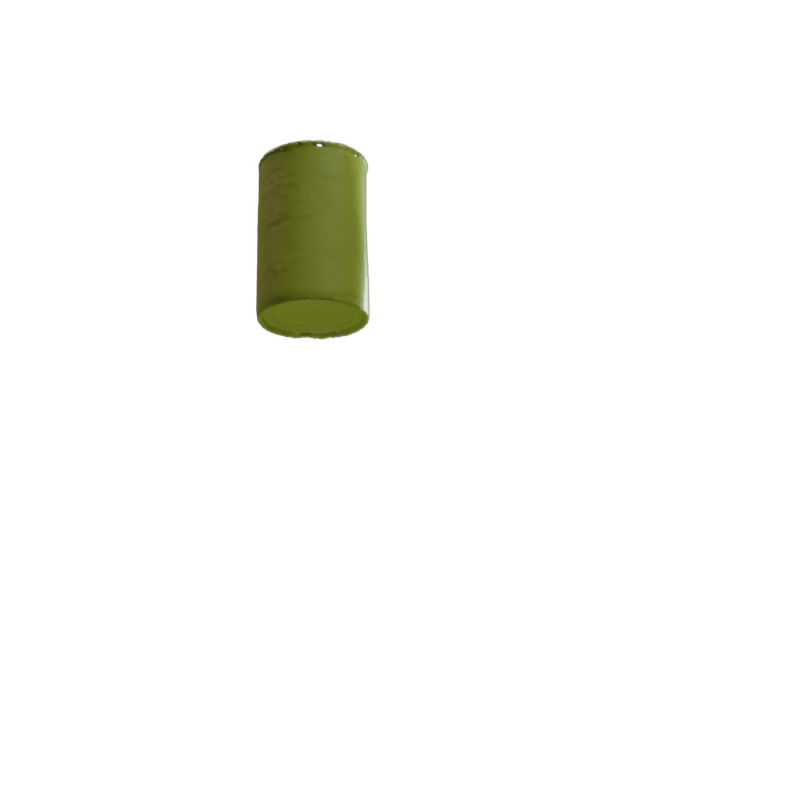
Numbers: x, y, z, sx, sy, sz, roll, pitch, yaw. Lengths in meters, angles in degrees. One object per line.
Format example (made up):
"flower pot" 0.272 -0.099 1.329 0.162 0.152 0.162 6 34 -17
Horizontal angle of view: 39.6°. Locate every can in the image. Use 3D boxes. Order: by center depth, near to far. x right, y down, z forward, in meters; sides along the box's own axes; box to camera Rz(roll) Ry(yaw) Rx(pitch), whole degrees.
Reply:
"can" -0.052 -0.095 0.663 0.068 0.108 0.065 0 -22 -2
